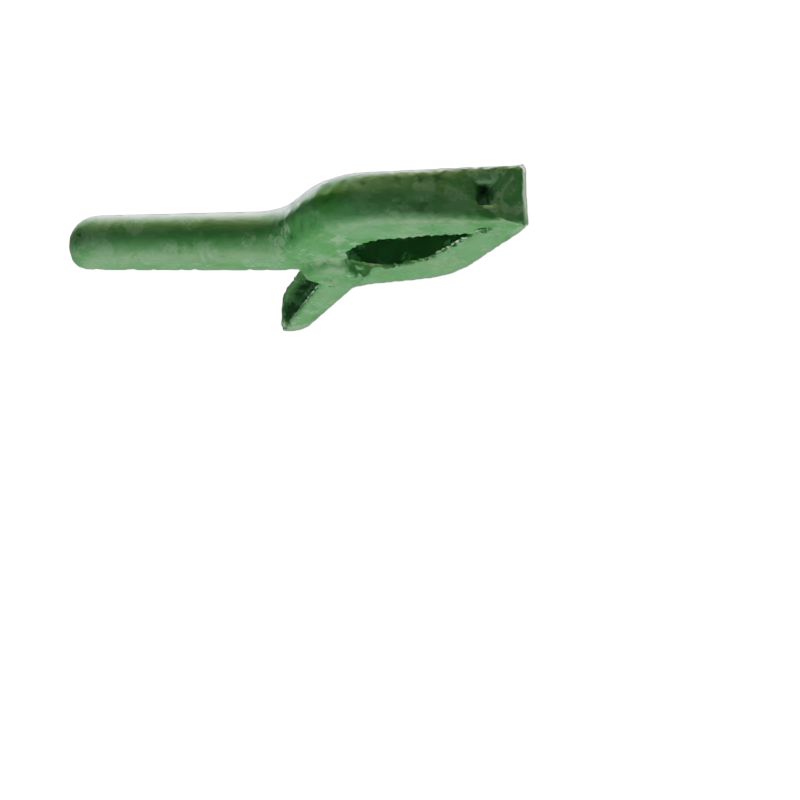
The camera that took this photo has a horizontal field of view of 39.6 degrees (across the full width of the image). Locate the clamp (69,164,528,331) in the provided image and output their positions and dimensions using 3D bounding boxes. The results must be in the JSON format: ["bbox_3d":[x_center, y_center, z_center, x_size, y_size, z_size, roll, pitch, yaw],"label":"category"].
[{"bbox_3d":[-0.041,-0.074,0.519,0.214,0.038,0.156,-11,-16,43],"label":"clamp"}]
